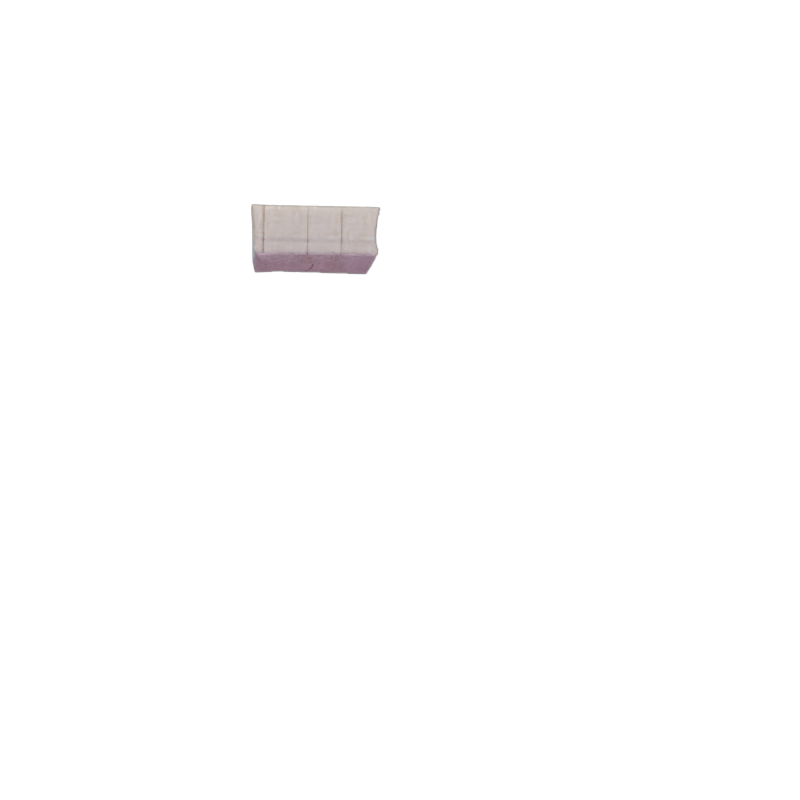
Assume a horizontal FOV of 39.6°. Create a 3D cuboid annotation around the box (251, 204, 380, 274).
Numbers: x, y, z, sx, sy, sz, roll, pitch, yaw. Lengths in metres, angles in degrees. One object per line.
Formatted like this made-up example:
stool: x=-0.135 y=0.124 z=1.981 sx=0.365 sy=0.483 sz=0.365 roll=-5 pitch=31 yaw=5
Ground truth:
box: x=-0.064 y=-0.116 z=0.812 sx=0.089 sy=0.039 sz=0.113 roll=0 pitch=0 yaw=-5
